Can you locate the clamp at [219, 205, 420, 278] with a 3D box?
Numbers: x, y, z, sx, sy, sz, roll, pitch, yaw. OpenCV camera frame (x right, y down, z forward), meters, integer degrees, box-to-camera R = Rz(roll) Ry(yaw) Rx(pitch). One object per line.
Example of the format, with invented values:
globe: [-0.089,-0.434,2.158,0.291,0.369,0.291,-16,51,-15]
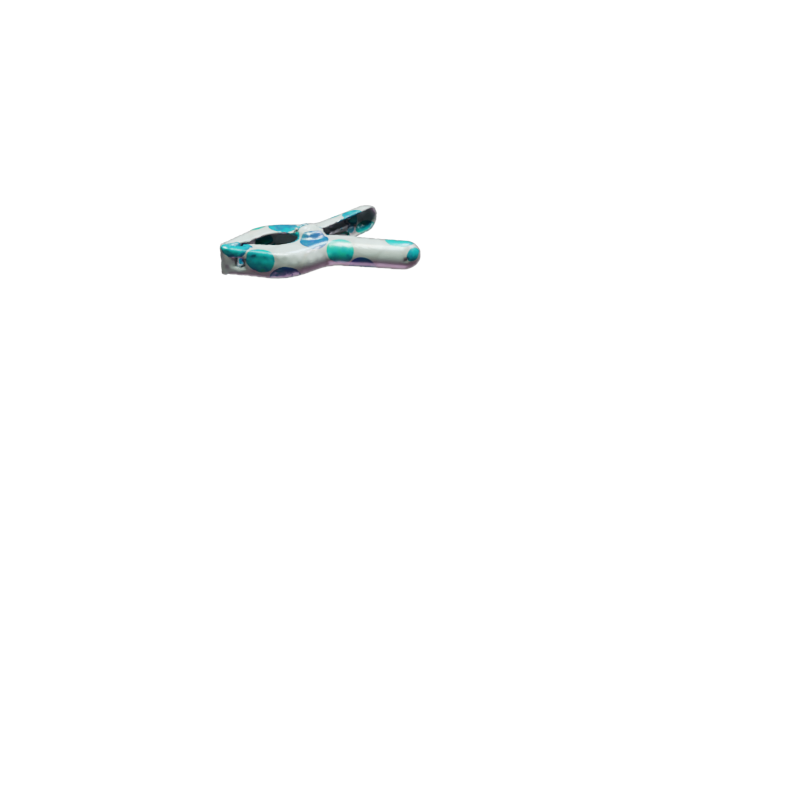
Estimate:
clamp: [-0.078,-0.142,0.994,0.169,0.038,0.127,-4,23,-10]
